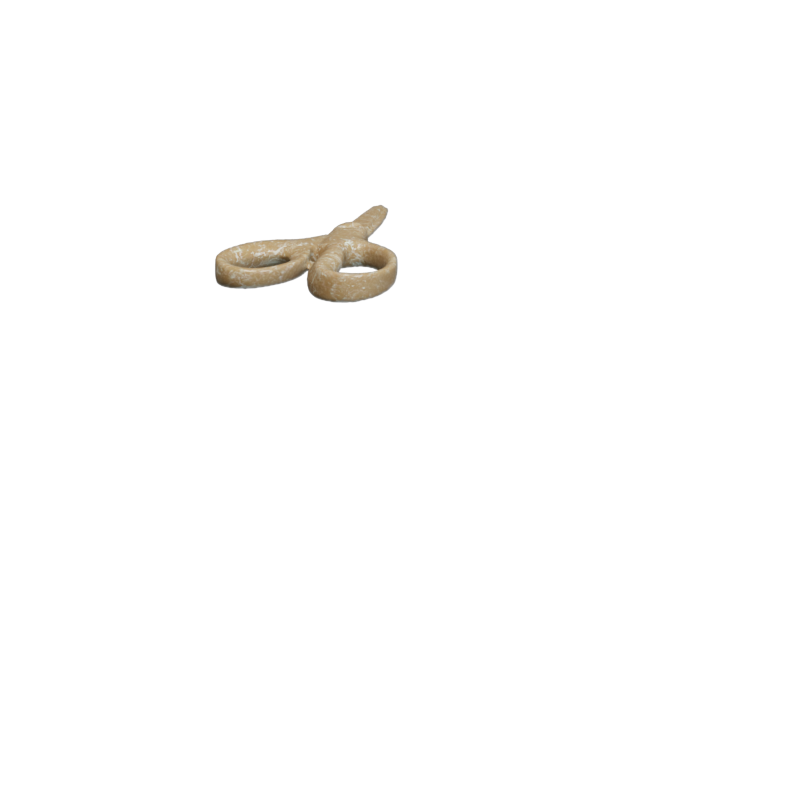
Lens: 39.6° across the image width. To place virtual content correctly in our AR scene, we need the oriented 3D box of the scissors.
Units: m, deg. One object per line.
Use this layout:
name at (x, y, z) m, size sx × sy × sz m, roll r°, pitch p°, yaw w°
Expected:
scissors at (-0.046, -0.084, 0.588) m, size 0.096 × 0.015 × 0.210 m, roll -1°, pitch 19°, yaw -4°
